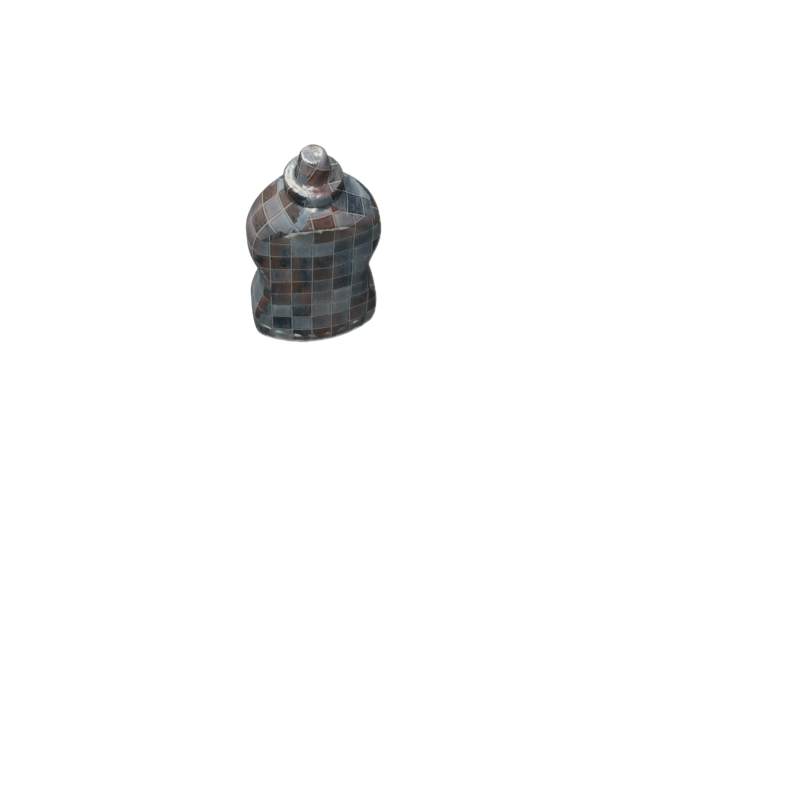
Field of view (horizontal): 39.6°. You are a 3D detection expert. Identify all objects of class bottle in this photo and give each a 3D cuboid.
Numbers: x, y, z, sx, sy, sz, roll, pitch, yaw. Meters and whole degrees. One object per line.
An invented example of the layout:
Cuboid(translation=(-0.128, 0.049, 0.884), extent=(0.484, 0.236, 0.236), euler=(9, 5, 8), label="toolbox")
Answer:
Cuboid(translation=(-0.063, -0.115, 0.801), extent=(0.095, 0.063, 0.180), euler=(-6, -30, -7), label="bottle")
